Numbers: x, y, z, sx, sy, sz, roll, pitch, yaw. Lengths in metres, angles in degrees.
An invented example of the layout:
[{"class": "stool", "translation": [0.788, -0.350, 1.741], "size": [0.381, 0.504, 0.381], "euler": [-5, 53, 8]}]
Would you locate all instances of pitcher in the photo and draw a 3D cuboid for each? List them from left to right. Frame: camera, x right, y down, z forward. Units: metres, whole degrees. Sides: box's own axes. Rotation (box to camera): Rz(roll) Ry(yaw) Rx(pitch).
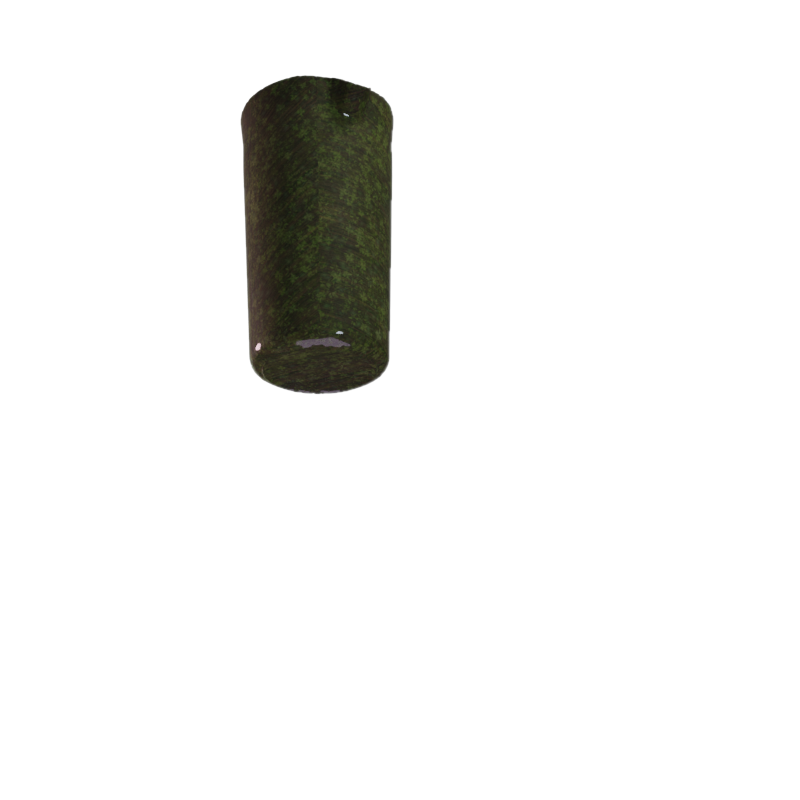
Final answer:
[{"class": "pitcher", "translation": [-0.072, -0.131, 0.915], "size": [0.147, 0.258, 0.138], "euler": [-9, -28, 14]}]
